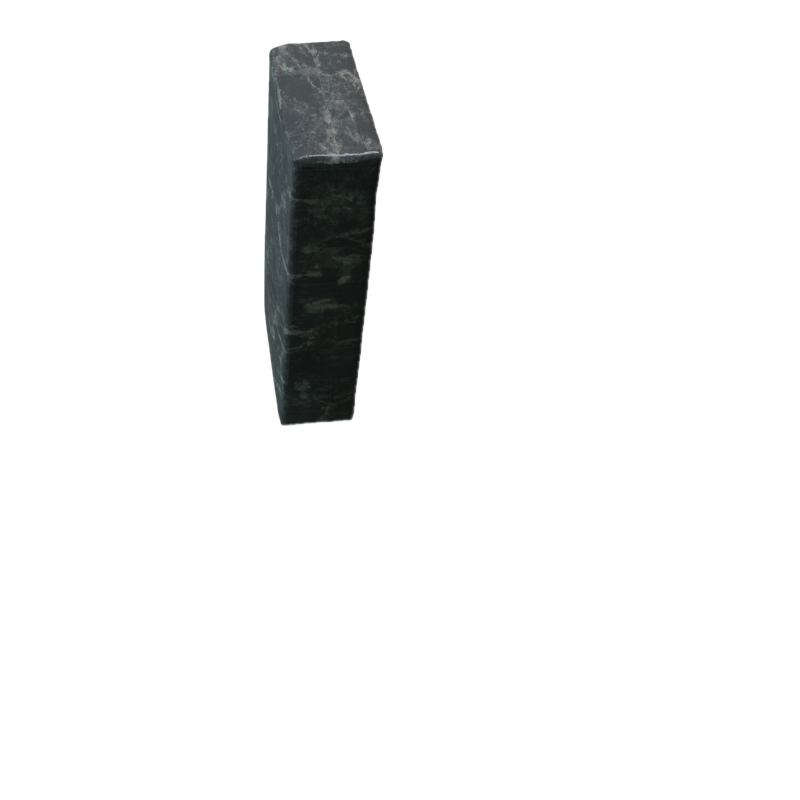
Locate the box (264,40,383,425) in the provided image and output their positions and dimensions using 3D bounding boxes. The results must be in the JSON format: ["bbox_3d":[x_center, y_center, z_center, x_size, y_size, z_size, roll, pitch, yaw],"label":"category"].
[{"bbox_3d":[-0.043,-0.078,0.548,0.048,0.101,0.164,-5,-44,-9],"label":"box"}]
